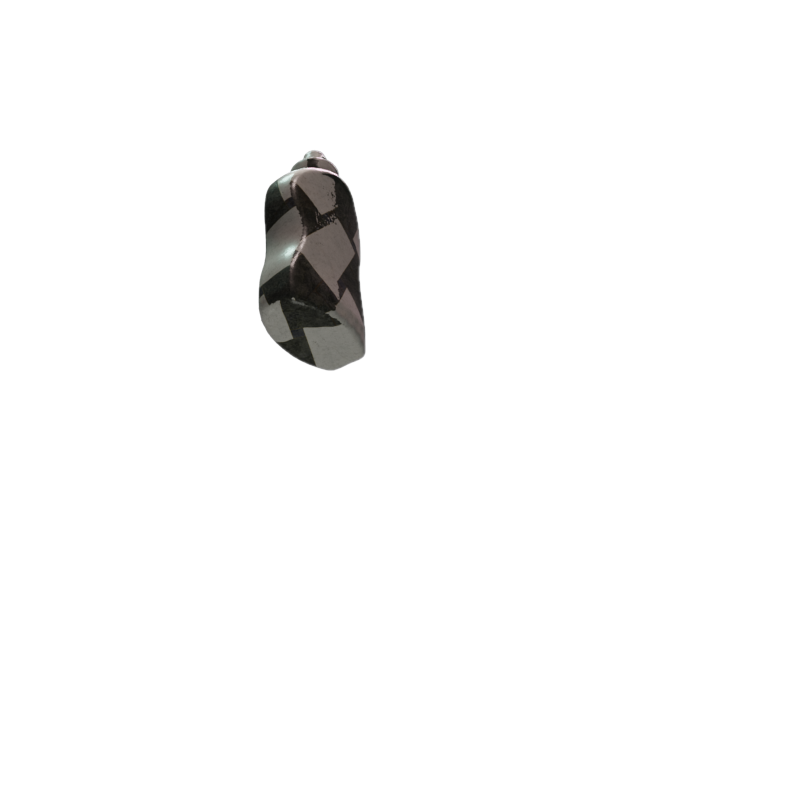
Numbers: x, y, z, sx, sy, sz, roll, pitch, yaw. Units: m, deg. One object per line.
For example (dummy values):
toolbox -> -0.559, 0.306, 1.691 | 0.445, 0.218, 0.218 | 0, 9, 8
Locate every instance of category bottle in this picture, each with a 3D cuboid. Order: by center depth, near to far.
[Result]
bottle -> -0.068, -0.124, 0.868 | 0.058, 0.206, 0.089 | -27, -45, 27
